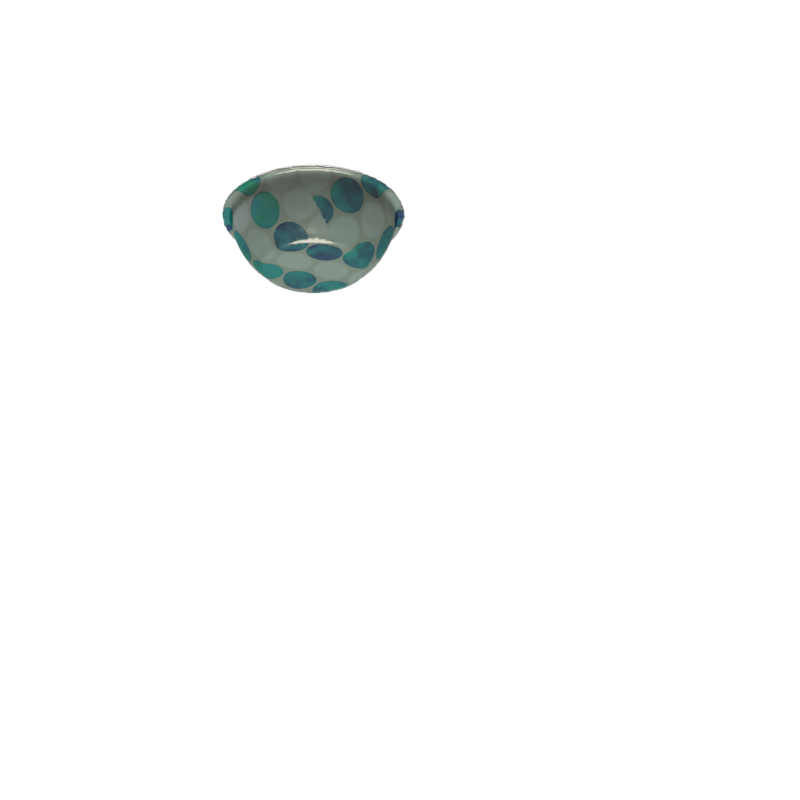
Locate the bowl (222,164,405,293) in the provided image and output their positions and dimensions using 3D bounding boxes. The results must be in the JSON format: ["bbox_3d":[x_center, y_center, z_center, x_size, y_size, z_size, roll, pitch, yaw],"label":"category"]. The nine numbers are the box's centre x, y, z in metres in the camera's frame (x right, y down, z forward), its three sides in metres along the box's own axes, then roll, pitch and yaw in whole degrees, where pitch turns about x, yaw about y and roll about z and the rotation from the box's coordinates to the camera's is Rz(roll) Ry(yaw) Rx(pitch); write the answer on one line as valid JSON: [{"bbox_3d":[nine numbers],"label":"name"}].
[{"bbox_3d":[-0.076,-0.139,0.973,0.162,0.058,0.153,1,-25,-2],"label":"bowl"}]
